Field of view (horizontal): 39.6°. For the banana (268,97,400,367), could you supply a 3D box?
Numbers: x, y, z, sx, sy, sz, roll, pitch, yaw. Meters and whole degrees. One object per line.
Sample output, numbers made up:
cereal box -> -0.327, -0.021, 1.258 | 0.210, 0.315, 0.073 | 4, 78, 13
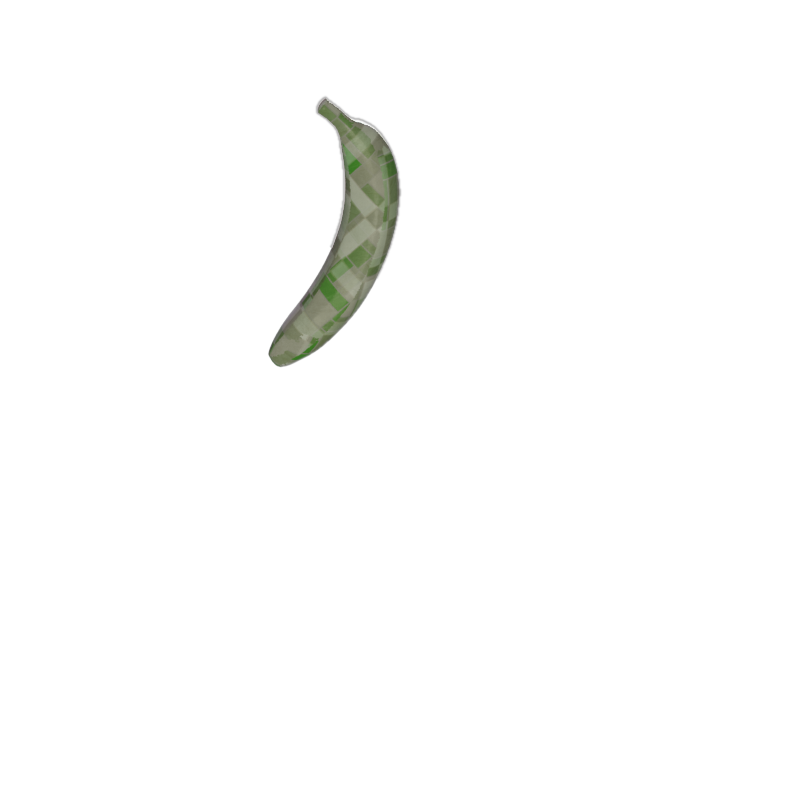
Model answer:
banana -> -0.041, -0.109, 0.760 | 0.069, 0.190, 0.039 | 11, 21, -6
